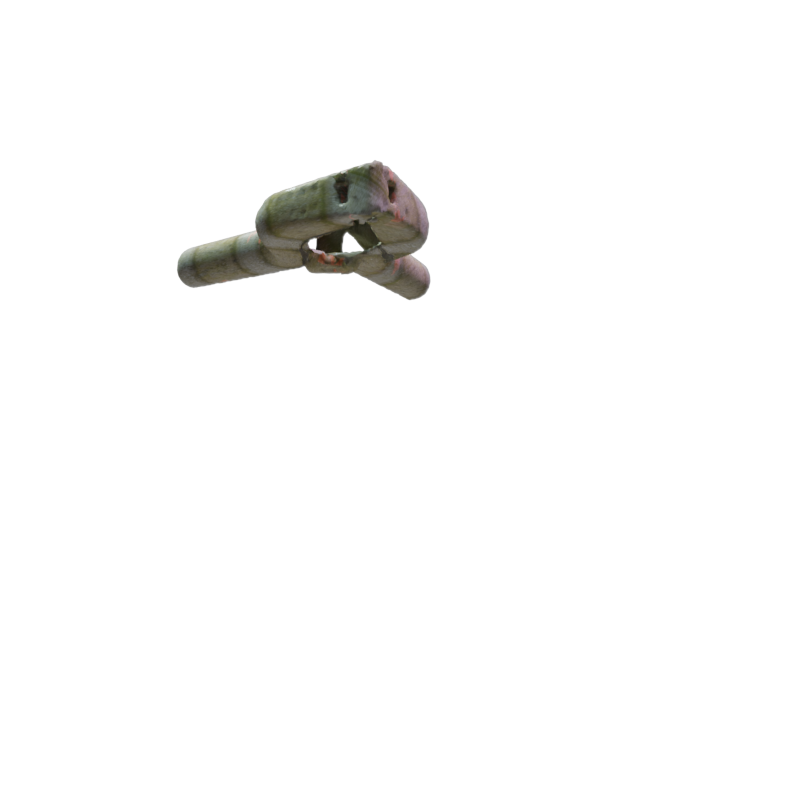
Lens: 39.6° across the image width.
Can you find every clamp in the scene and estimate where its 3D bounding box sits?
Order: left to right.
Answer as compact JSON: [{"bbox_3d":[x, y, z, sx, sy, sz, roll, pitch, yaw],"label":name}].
[{"bbox_3d":[-0.050,-0.091,0.638,0.163,0.037,0.206,1,-7,-6],"label":"clamp"}]
